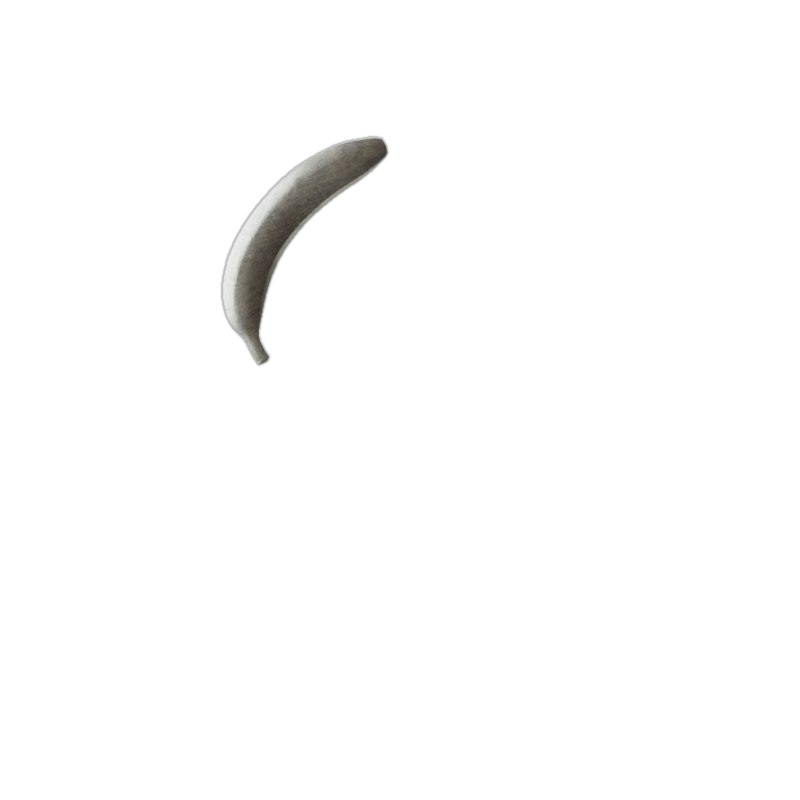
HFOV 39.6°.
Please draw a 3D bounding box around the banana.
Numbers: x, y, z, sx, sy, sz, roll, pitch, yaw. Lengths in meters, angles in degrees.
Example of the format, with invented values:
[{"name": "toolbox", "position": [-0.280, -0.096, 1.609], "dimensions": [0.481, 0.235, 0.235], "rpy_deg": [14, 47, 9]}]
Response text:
[{"name": "banana", "position": [-0.085, -0.129, 0.861], "dimensions": [0.069, 0.197, 0.037], "rpy_deg": [30, 1, -2]}]
